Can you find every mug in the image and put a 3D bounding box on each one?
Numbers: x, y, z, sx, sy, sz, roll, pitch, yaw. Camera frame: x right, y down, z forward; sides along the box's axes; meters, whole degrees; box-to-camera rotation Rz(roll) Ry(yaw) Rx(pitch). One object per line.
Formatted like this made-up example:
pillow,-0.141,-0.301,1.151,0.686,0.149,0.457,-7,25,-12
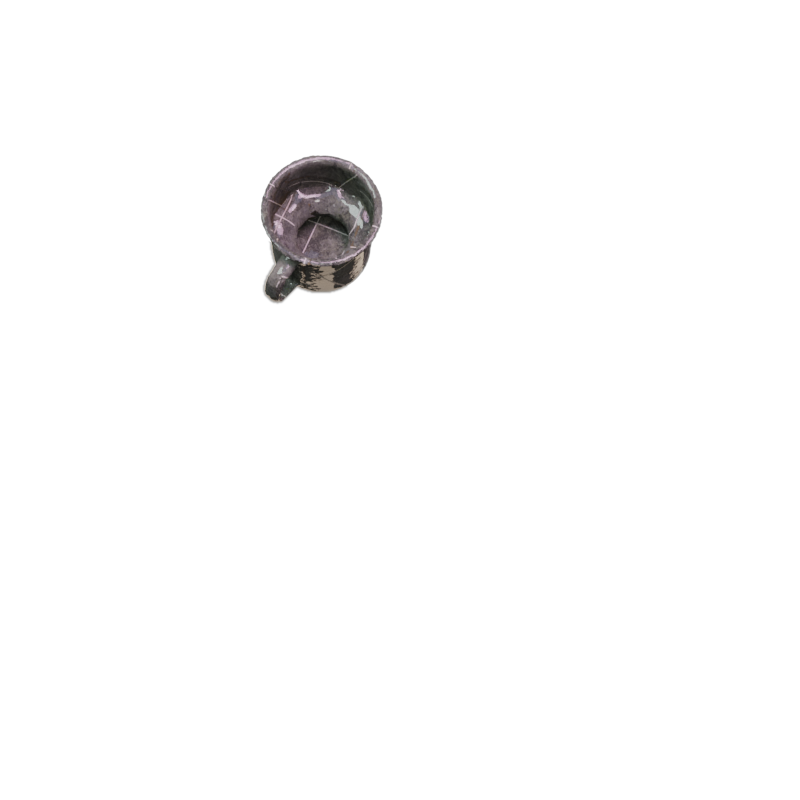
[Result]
mug,-0.069,-0.125,0.878,0.095,0.120,0.078,30,-18,8
